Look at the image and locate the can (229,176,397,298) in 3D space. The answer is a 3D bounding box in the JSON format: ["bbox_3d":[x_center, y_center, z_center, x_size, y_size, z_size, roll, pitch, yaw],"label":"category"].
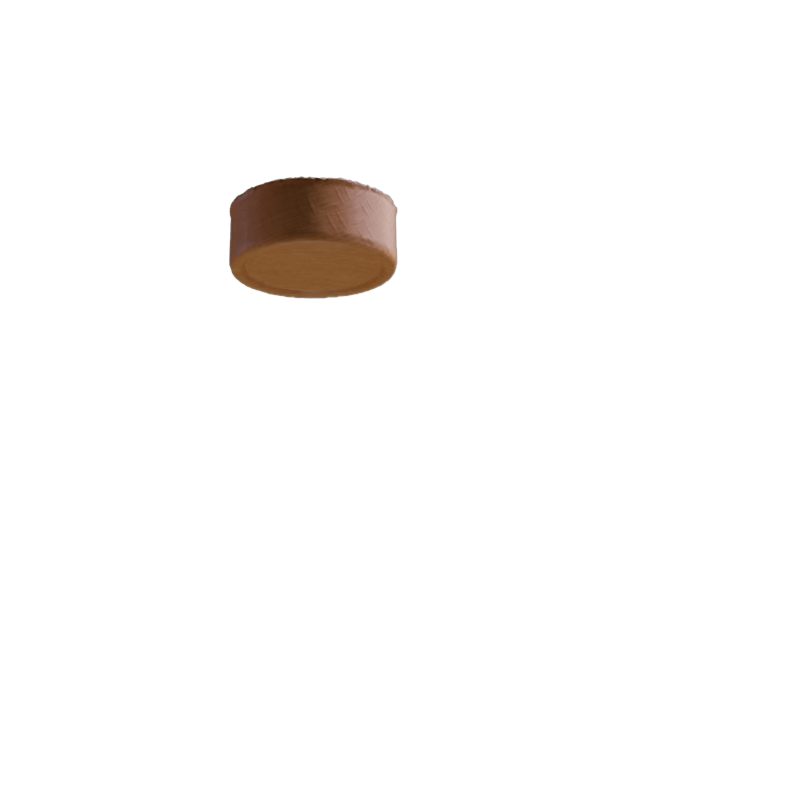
[{"bbox_3d":[-0.044,-0.080,0.561,0.086,0.035,0.082,0,-16,-2],"label":"can"}]
